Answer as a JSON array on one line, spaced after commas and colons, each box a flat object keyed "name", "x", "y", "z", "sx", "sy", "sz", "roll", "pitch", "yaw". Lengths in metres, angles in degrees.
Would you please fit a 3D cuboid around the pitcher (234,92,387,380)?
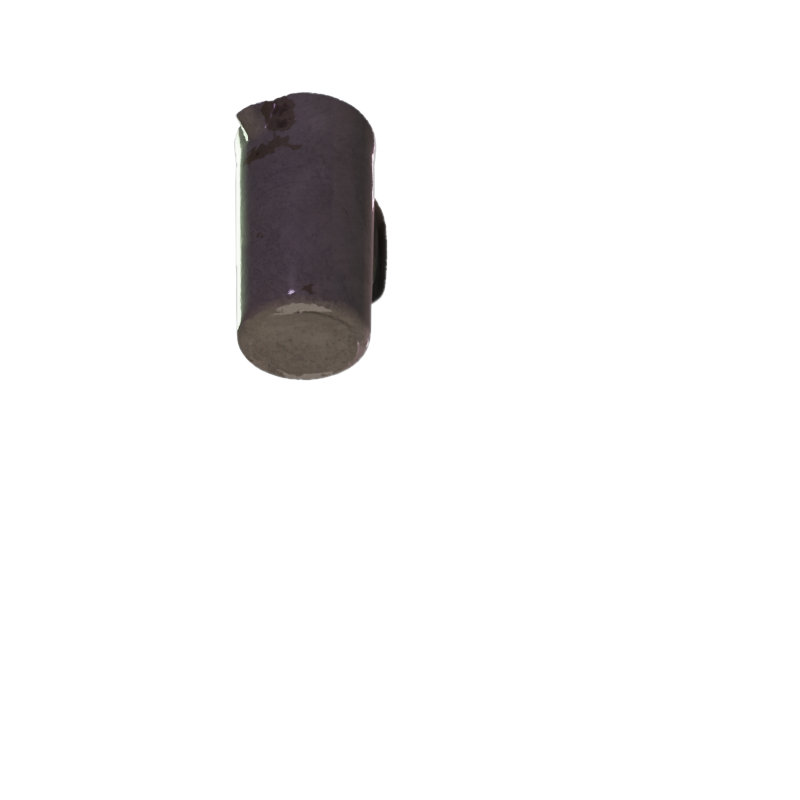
[{"name": "pitcher", "x": -0.076, "y": -0.138, "z": 0.969, "sx": 0.148, "sy": 0.261, "sz": 0.136, "roll": 2, "pitch": -39, "yaw": -6}]
